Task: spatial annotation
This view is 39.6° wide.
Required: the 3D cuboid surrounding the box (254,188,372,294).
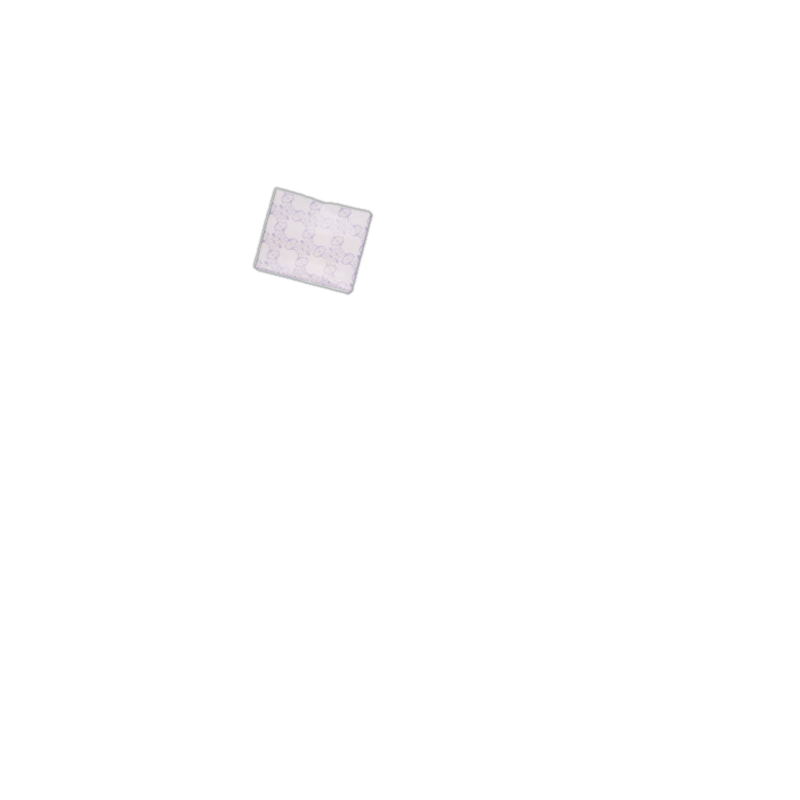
[{"bbox_3d":[-0.076,-0.139,0.974,0.089,0.074,0.030,15,-4,1],"label":"box"}]
